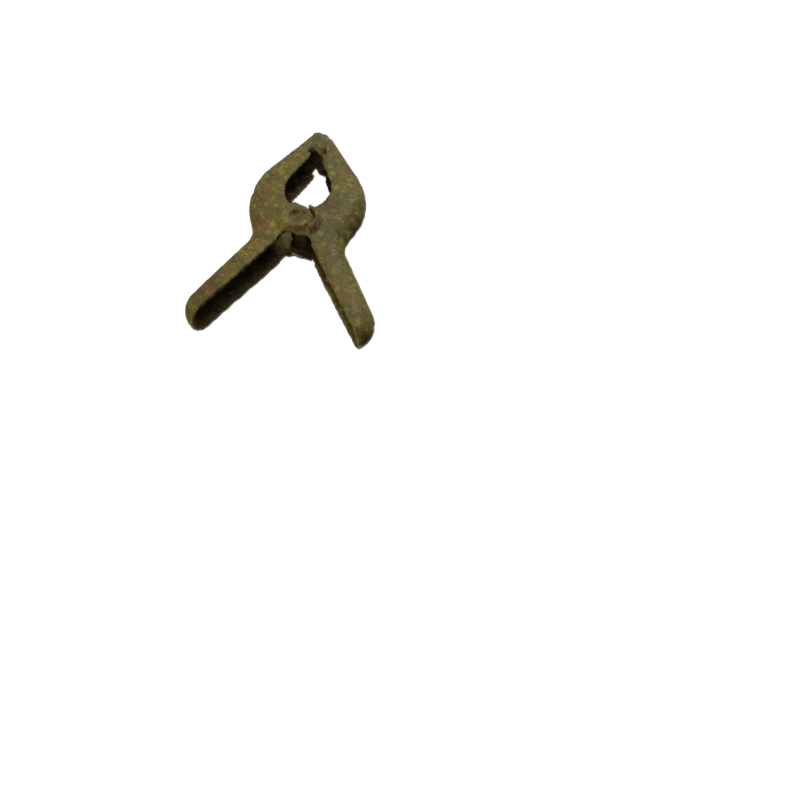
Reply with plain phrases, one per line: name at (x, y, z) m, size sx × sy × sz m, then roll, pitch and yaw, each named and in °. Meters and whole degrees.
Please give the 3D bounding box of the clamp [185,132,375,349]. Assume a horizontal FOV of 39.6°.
clamp at (-0.057, -0.105, 0.733) m, size 0.122 × 0.179 × 0.037 m, roll 15°, pitch -31°, yaw 9°
